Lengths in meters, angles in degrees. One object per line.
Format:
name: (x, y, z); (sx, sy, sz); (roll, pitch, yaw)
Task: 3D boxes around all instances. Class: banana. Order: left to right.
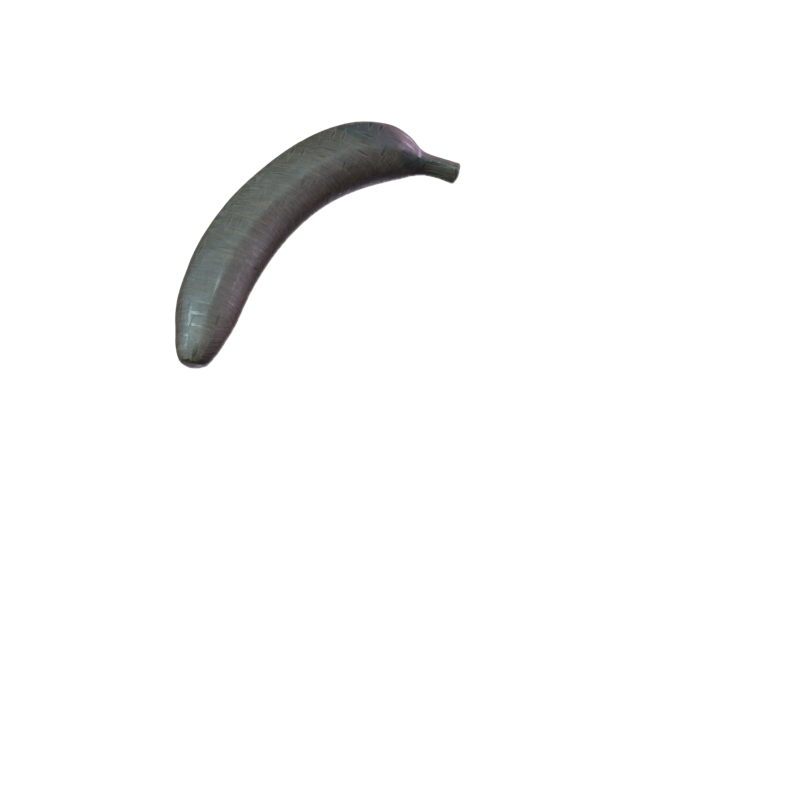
banana: (-0.056, -0.097, 0.590); (0.074, 0.200, 0.034); (39, -26, 22)
